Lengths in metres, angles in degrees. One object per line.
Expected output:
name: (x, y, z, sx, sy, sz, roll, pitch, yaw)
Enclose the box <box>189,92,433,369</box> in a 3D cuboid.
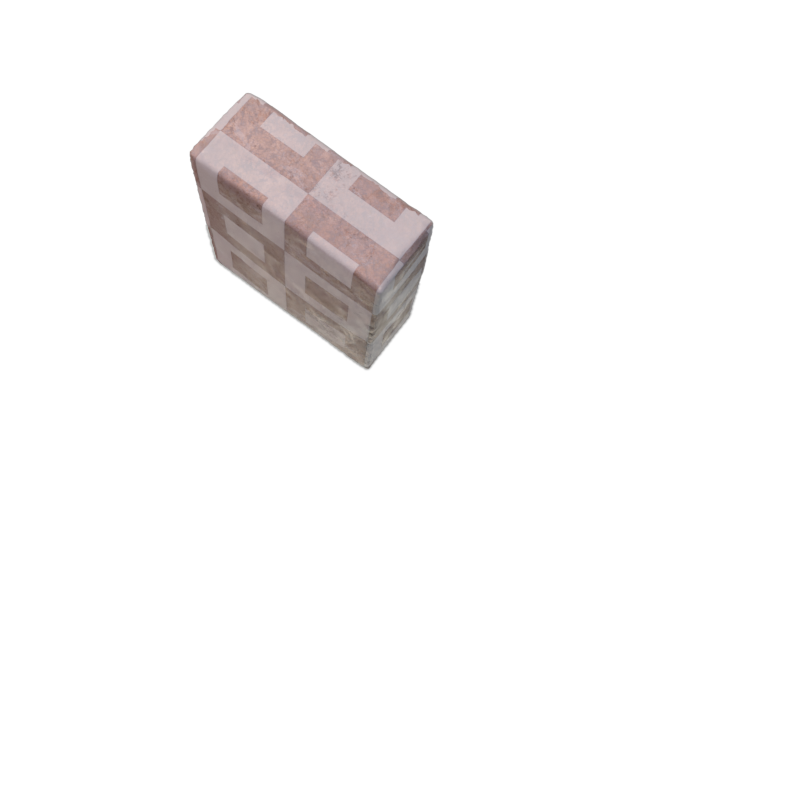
box: (-0.065, -0.119, 0.834, 0.169, 0.073, 0.205, 37, -14, 8)
